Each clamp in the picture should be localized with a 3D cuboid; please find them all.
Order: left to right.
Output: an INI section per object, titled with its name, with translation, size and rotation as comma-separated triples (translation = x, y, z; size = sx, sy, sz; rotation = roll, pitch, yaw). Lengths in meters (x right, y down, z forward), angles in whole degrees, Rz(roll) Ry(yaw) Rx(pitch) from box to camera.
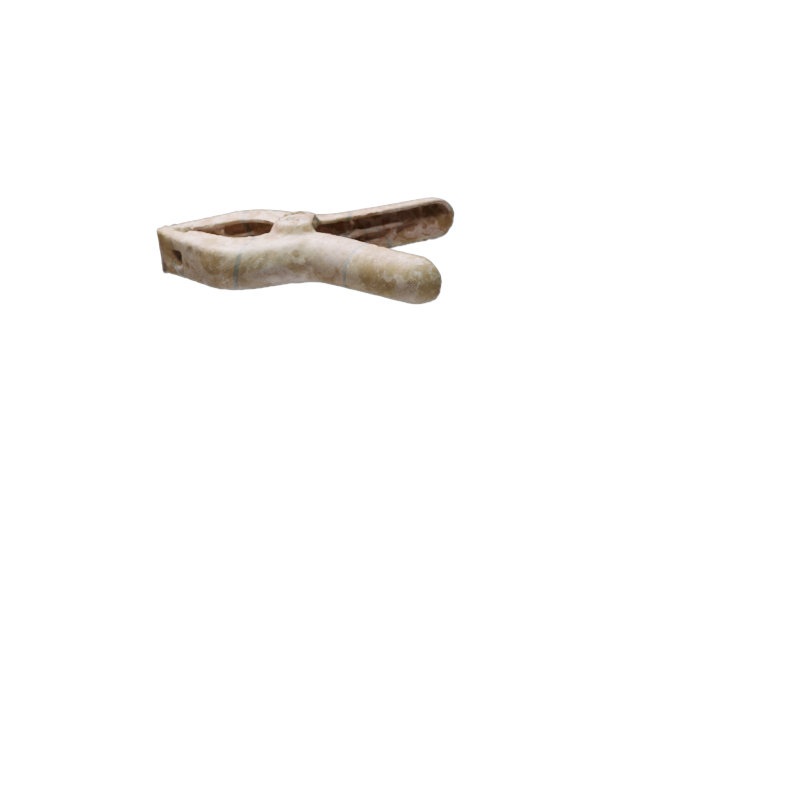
[clamp]
translation = -0.049, -0.090, 0.632
size = 0.176, 0.038, 0.122
rotation = 7, 22, 16
